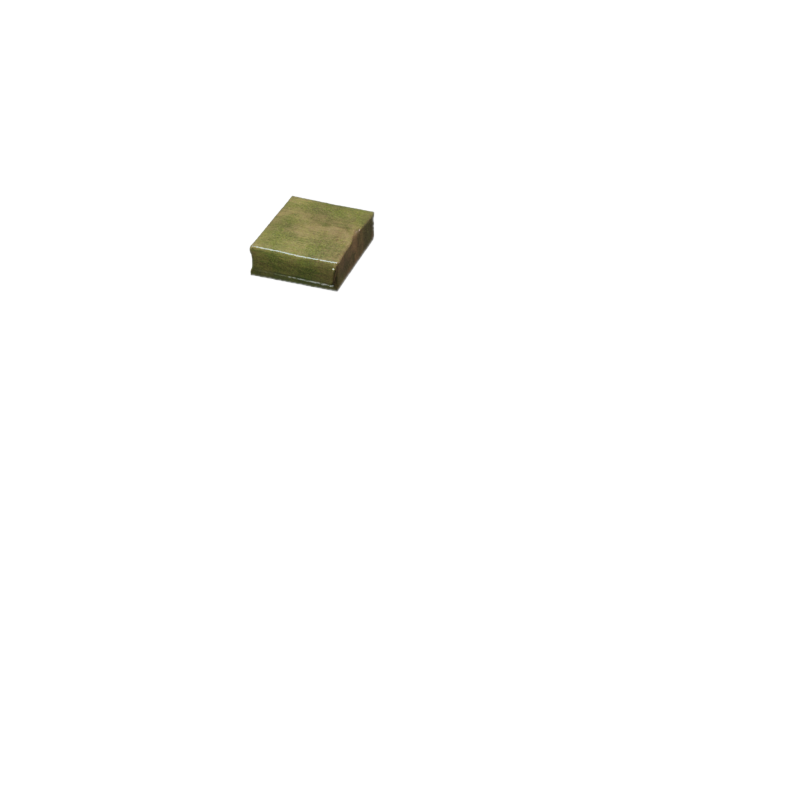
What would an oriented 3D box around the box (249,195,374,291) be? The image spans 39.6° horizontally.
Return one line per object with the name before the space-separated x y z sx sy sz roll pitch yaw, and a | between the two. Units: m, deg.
box | -0.069 -0.125 0.876 0.075 0.028 0.093 12 38 15
